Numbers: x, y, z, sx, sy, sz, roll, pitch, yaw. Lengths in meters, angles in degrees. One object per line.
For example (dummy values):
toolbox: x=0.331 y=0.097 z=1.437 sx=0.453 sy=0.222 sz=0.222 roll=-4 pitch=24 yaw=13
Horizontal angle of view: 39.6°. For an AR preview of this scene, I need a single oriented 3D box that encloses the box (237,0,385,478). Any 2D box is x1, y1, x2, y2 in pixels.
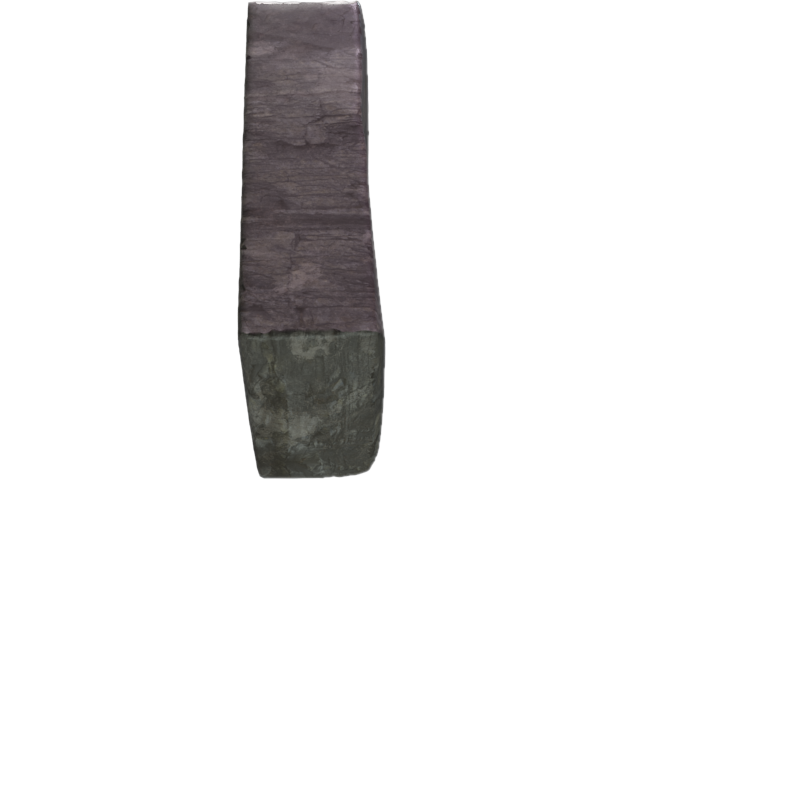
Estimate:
box: x=-0.048 y=-0.087 z=0.611 sx=0.072 sy=0.228 sz=0.154 roll=-1 pitch=-31 yaw=-3
